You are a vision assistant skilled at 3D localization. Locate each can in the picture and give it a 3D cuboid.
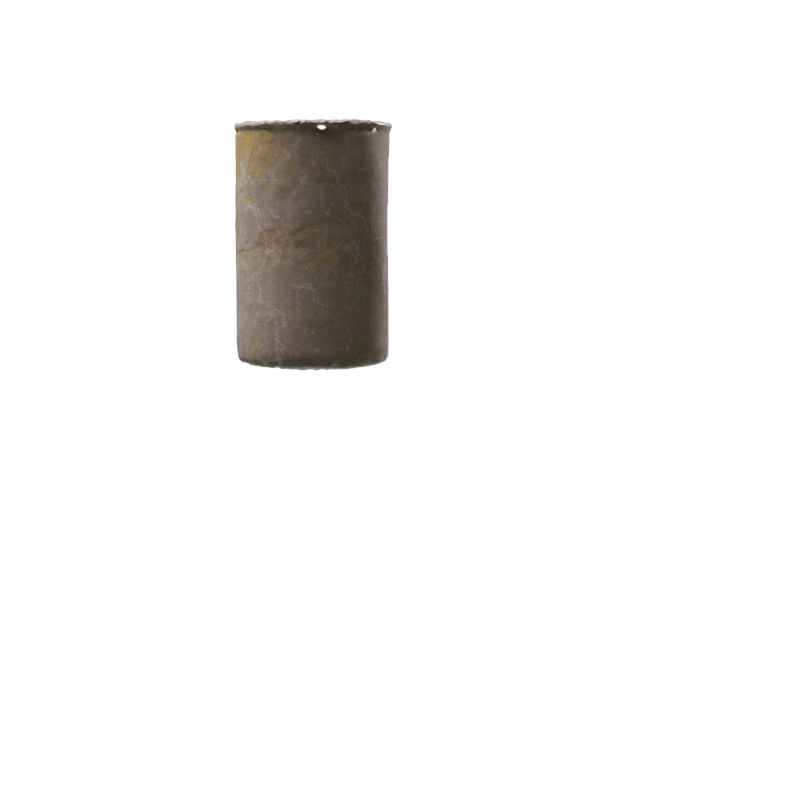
[{"bbox_3d":[-0.038,-0.069,0.481,0.068,0.101,0.069,0,5,-2],"label":"can"}]
